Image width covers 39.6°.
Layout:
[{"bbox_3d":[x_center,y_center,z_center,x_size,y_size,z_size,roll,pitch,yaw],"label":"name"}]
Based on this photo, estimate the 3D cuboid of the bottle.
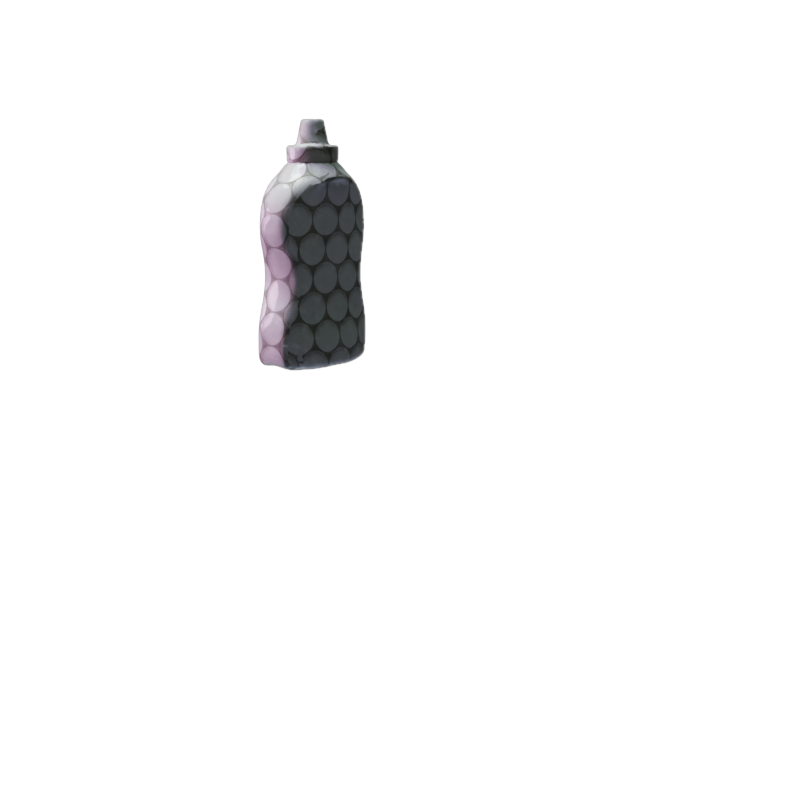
[{"bbox_3d":[-0.069,-0.125,0.873,0.061,0.189,0.093,6,8,42],"label":"bottle"}]
